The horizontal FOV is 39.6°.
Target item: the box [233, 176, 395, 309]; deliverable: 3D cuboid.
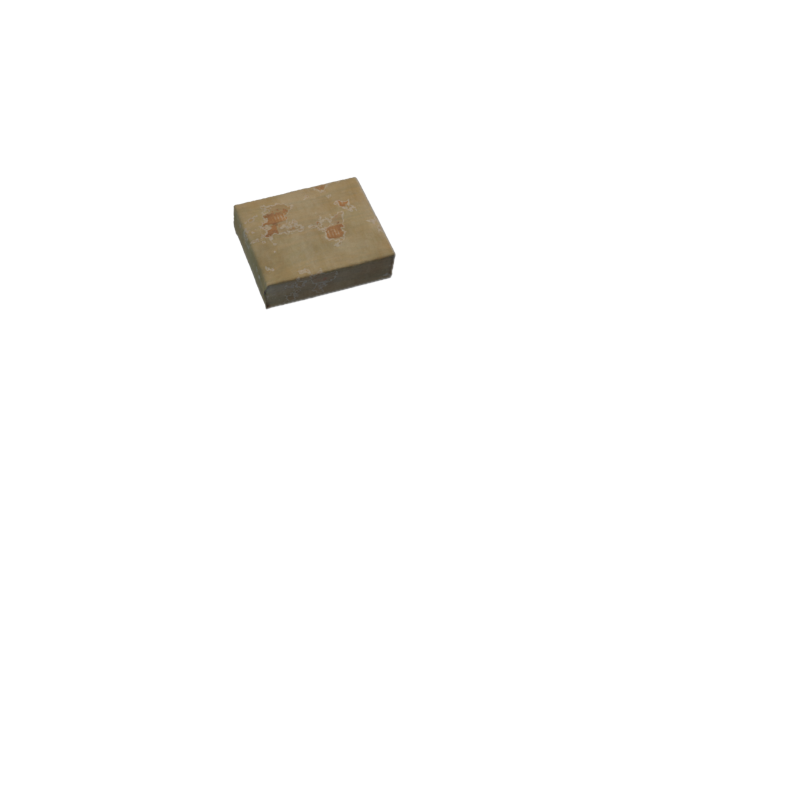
[{"bbox_3d":[-0.072,-0.131,0.915,0.112,0.097,0.036,-17,-35,-13],"label":"box"}]
